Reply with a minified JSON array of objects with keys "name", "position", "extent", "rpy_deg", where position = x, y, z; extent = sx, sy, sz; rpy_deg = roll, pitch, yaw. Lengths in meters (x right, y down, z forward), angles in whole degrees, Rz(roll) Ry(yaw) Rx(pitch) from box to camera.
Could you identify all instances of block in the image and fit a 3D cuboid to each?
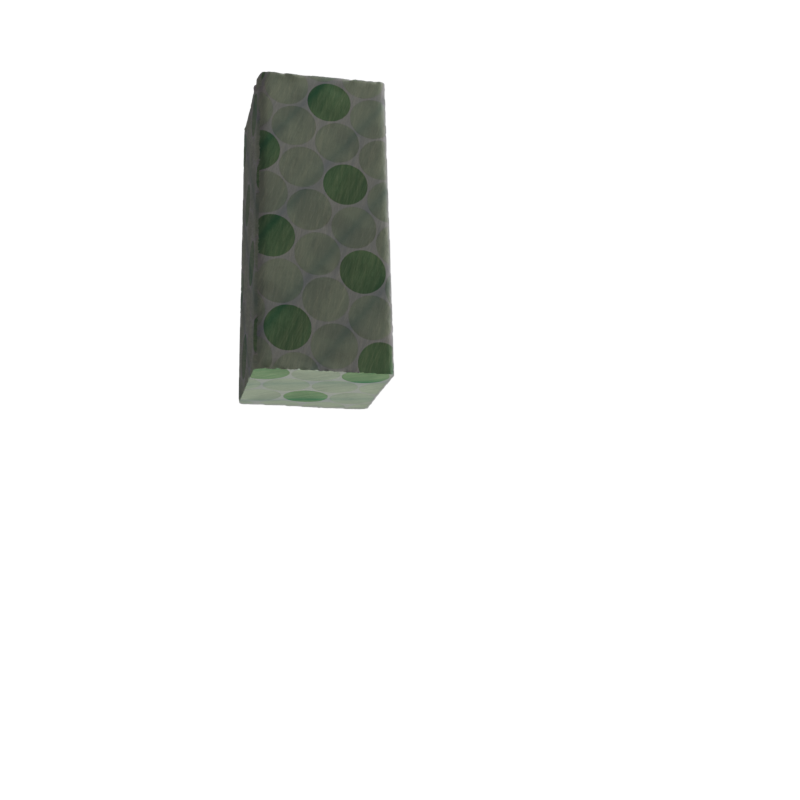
[{"name":"block","position":[-0.059,-0.107,0.748],"extent":[0.089,0.216,0.088],"rpy_deg":[3,-21,-11]}]
